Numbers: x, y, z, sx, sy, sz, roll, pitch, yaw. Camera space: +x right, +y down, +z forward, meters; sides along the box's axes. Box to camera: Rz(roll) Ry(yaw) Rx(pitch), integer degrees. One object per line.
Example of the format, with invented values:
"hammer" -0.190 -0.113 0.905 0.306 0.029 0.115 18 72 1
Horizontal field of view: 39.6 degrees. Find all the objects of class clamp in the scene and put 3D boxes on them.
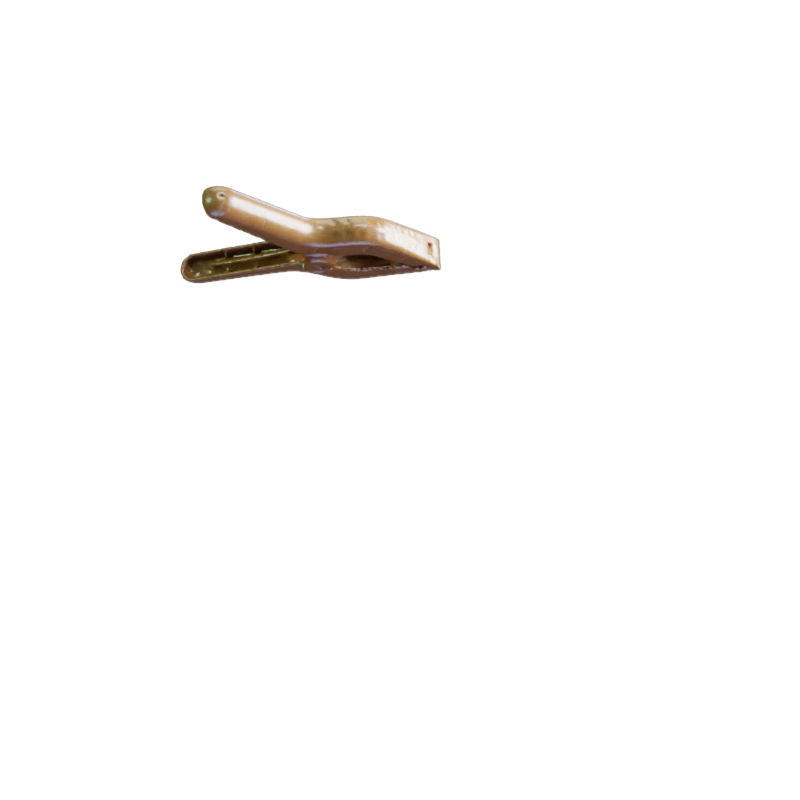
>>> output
"clamp" -0.068 -0.124 0.870 0.208 0.038 0.160 1 -13 -7
